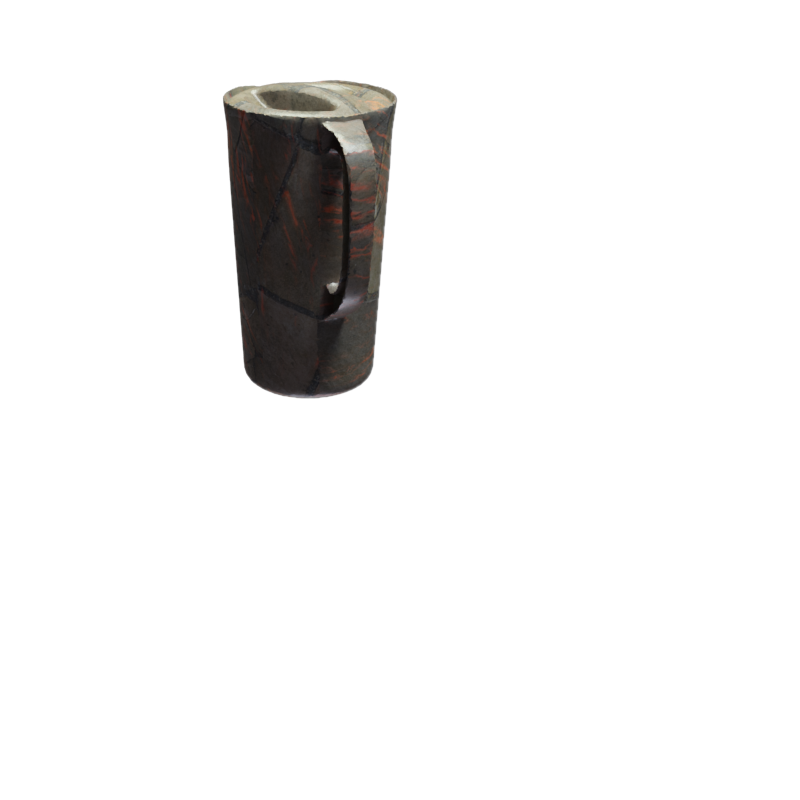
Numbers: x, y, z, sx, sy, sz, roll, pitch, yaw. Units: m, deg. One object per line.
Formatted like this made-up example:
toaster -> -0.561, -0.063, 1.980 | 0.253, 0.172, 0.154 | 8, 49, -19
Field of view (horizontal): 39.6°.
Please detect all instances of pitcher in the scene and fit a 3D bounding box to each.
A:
pitcher -> -0.069, -0.125, 0.875 | 0.149, 0.232, 0.152 | 9, 23, 18
